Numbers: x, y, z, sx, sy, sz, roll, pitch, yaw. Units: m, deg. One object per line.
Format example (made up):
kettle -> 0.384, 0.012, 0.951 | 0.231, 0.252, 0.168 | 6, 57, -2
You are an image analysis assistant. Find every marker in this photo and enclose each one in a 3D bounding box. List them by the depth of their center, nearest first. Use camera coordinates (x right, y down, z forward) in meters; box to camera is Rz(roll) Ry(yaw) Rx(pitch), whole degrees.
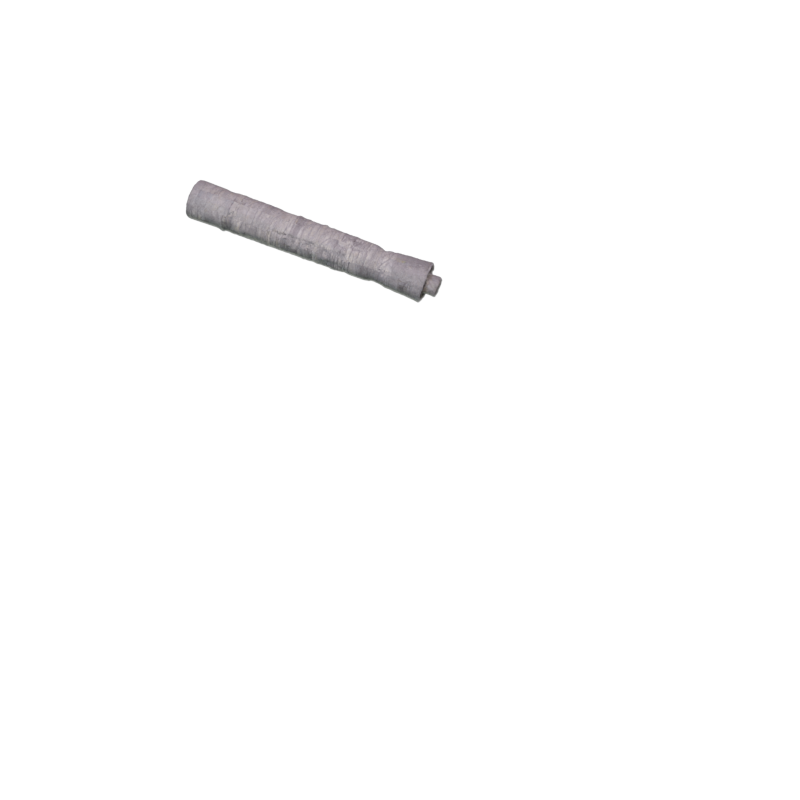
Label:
marker -> -0.039, -0.072, 0.502 | 0.124, 0.020, 0.019 | 21, 8, 12
